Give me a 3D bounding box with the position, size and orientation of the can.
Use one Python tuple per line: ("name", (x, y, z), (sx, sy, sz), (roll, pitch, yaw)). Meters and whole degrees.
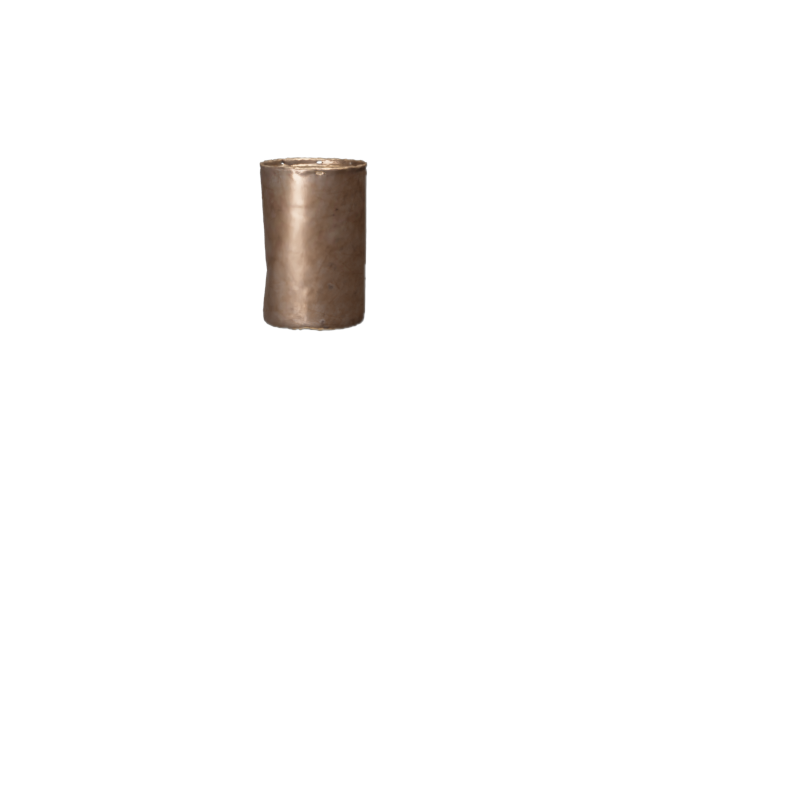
("can", (-0.055, -0.101, 0.706), (0.068, 0.100, 0.070), (0, 12, -2))
